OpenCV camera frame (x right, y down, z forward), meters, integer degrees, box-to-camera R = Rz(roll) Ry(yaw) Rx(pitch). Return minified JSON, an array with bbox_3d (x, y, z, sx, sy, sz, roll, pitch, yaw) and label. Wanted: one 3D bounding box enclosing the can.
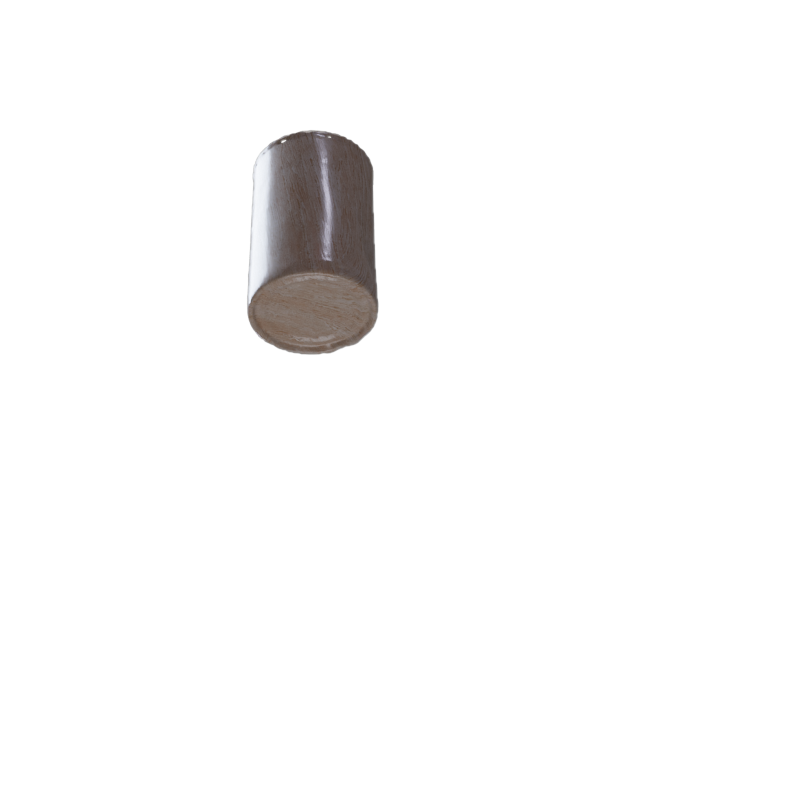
[{"bbox_3d":[-0.046,-0.084,0.586,0.068,0.110,0.064,-1,-39,-3],"label":"can"}]
